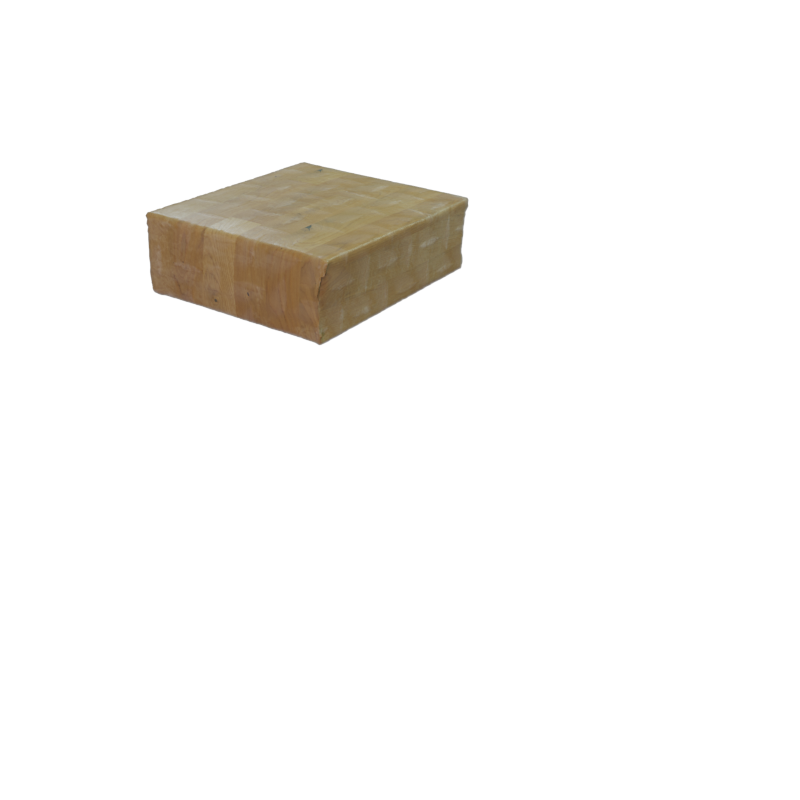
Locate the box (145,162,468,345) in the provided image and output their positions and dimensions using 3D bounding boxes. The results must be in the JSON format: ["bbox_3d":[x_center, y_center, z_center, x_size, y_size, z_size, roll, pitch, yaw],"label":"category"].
[{"bbox_3d":[-0.037,-0.067,0.468,0.094,0.037,0.114,16,30,29],"label":"box"}]
